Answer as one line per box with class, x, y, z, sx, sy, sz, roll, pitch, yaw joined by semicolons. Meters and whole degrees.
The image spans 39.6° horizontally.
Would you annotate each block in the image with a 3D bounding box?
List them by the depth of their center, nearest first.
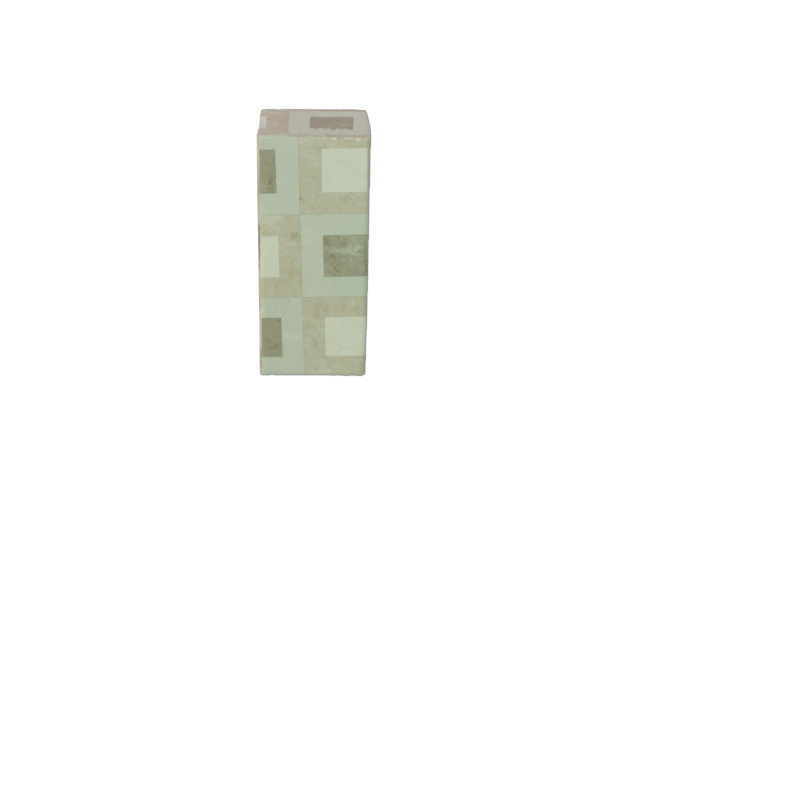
block;-0.072;-0.133;0.927;0.090;0.196;0.095;0;23;-3
